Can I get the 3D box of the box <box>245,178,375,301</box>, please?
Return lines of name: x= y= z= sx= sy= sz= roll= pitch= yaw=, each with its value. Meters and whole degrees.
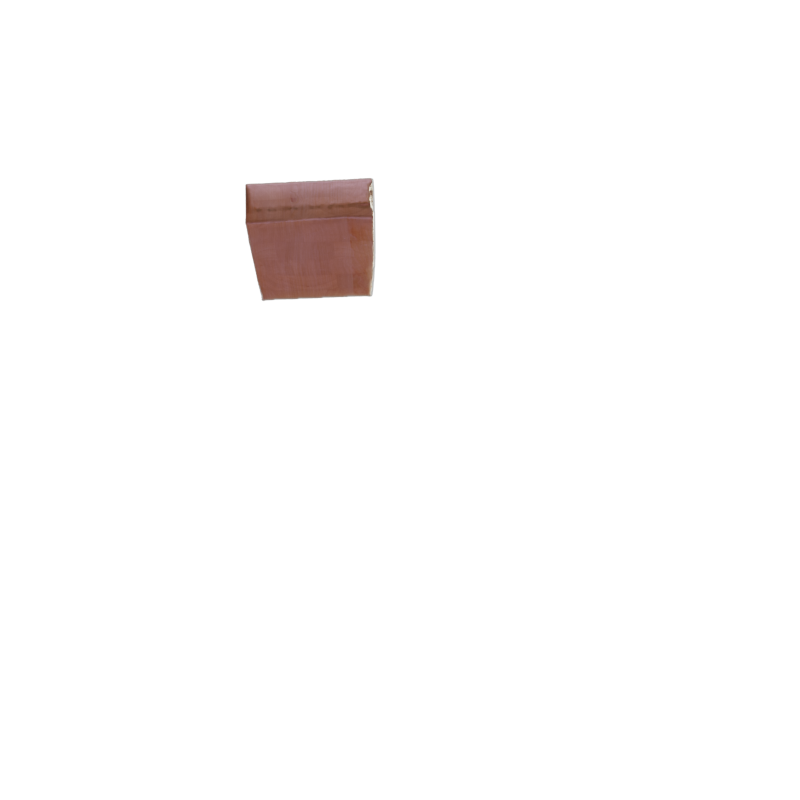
box: x=-0.063 y=-0.115 z=0.806 sx=0.090 sy=0.041 sz=0.106 roll=-1 pitch=-29 yaw=0
